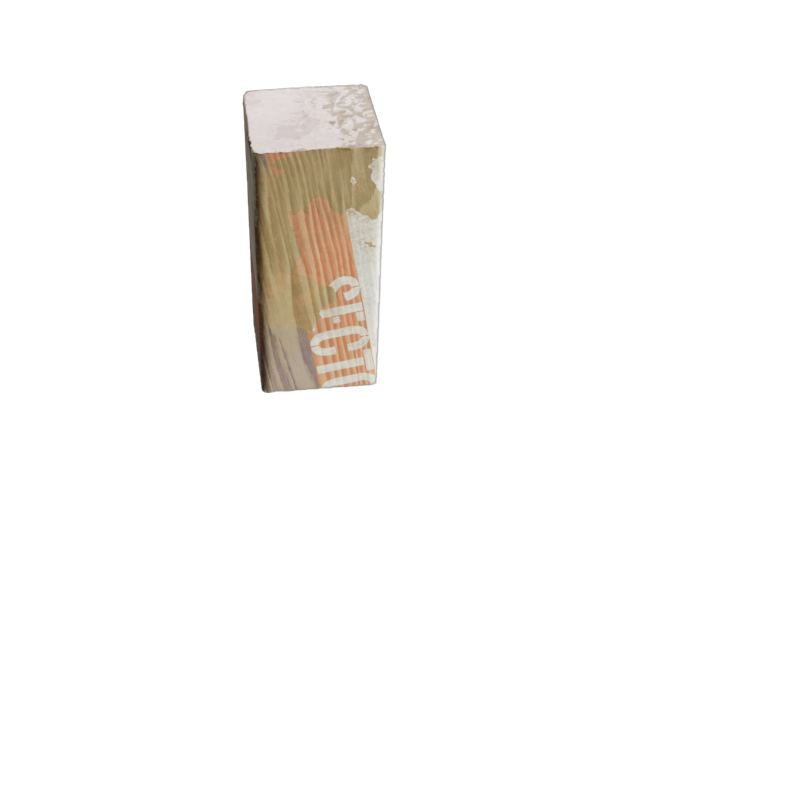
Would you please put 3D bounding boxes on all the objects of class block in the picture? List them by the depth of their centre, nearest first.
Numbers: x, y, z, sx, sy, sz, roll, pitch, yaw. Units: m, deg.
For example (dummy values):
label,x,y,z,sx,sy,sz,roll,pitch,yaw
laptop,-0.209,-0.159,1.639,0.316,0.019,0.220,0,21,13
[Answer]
label,x,y,z,sx,sy,sz,roll,pitch,yaw
block,-0.064,-0.115,0.803,0.089,0.193,0.098,-4,39,-8
